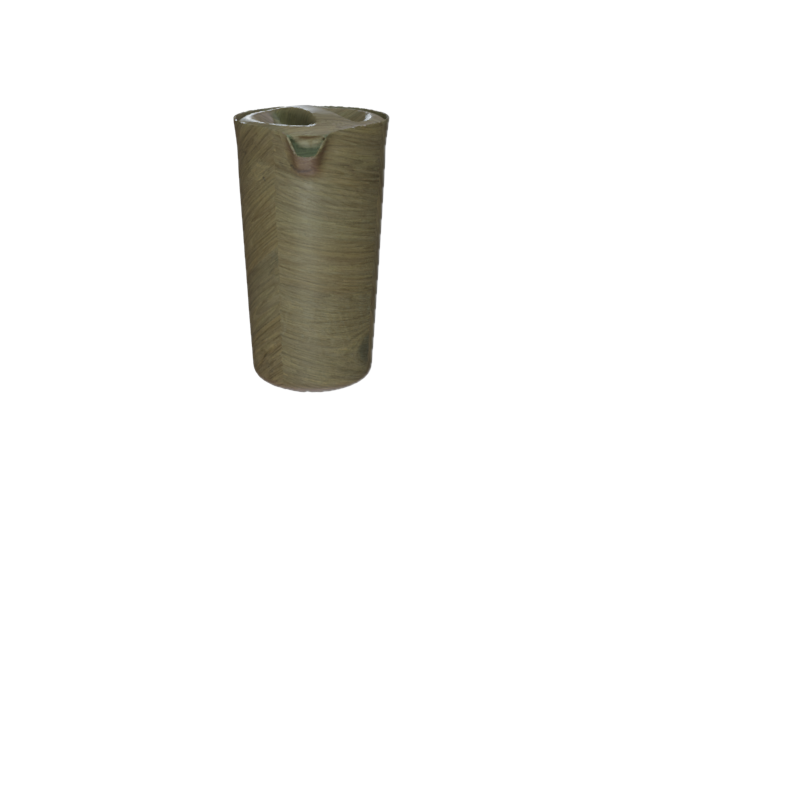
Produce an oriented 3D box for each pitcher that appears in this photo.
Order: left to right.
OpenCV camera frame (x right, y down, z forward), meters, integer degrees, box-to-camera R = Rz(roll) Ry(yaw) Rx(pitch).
[{"bbox_3d":[-0.077,-0.141,0.987,0.153,0.234,0.146,18,24,41],"label":"pitcher"}]
